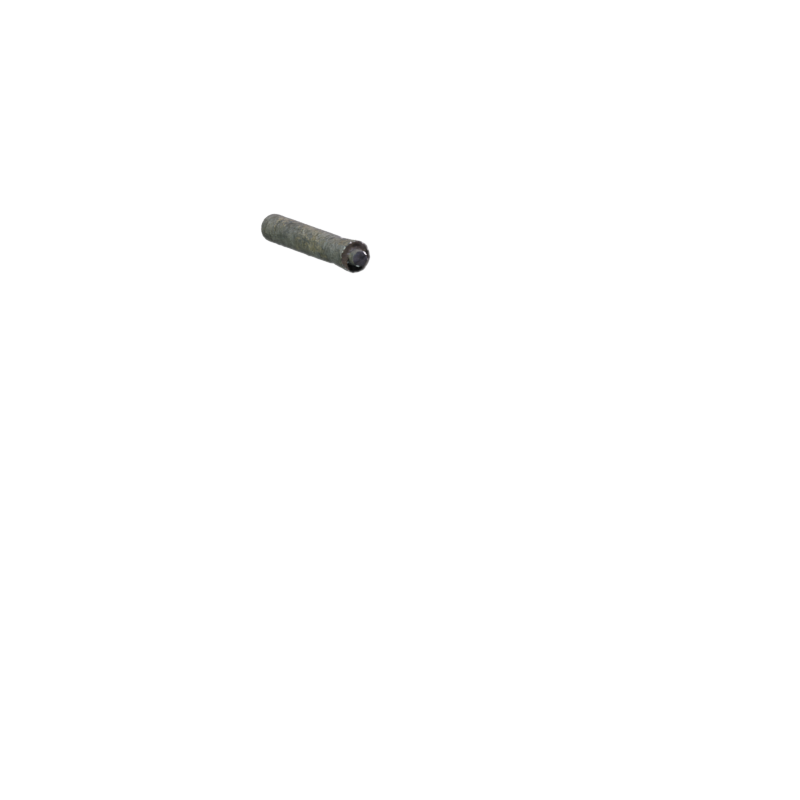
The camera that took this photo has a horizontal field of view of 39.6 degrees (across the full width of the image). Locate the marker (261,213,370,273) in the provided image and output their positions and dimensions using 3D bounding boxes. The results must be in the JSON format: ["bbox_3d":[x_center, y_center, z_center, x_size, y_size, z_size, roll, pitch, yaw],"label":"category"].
[{"bbox_3d":[-0.053,-0.096,0.673,0.019,0.019,0.128,-2,16,-29],"label":"marker"}]
